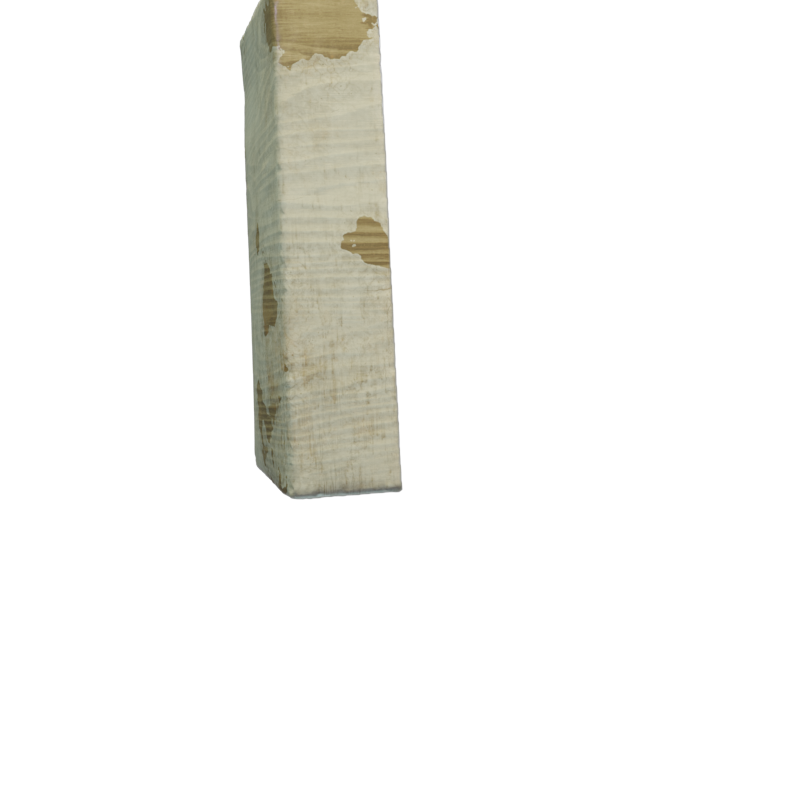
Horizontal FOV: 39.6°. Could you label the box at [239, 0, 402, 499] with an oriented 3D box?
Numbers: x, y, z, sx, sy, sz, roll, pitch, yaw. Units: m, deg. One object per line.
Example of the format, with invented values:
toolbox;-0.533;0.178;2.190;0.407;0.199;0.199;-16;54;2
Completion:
box;-0.032;-0.059;0.416;0.047;0.178;0.094;1;-2;-14
